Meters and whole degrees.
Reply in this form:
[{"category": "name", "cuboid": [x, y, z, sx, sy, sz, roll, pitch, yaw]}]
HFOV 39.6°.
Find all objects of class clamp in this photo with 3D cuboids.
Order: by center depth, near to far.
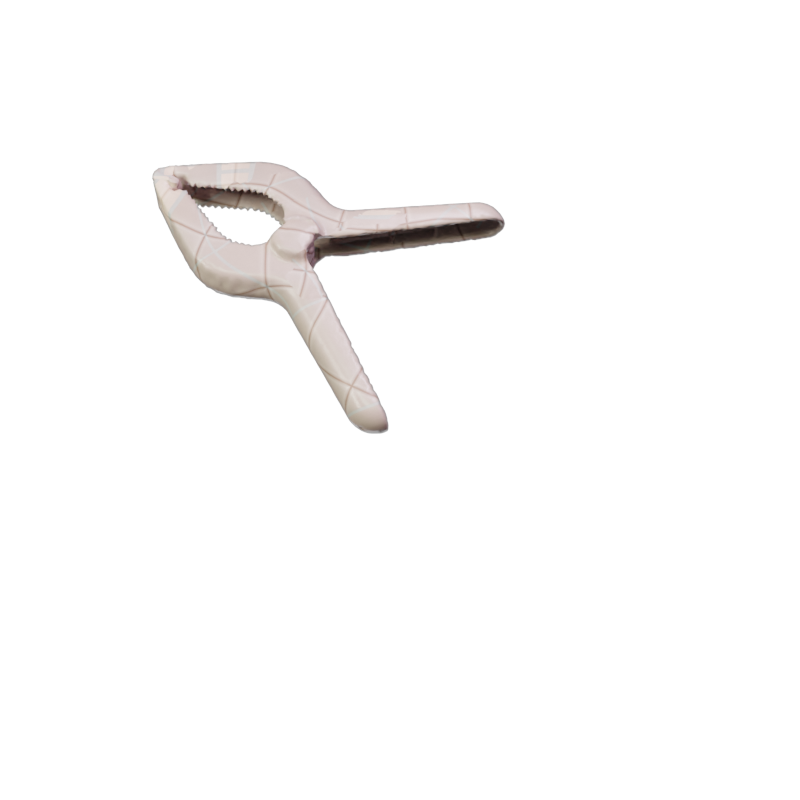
[{"category": "clamp", "cuboid": [-0.052, -0.095, 0.668, 0.219, 0.168, 0.034, 32, -27, 18]}]
